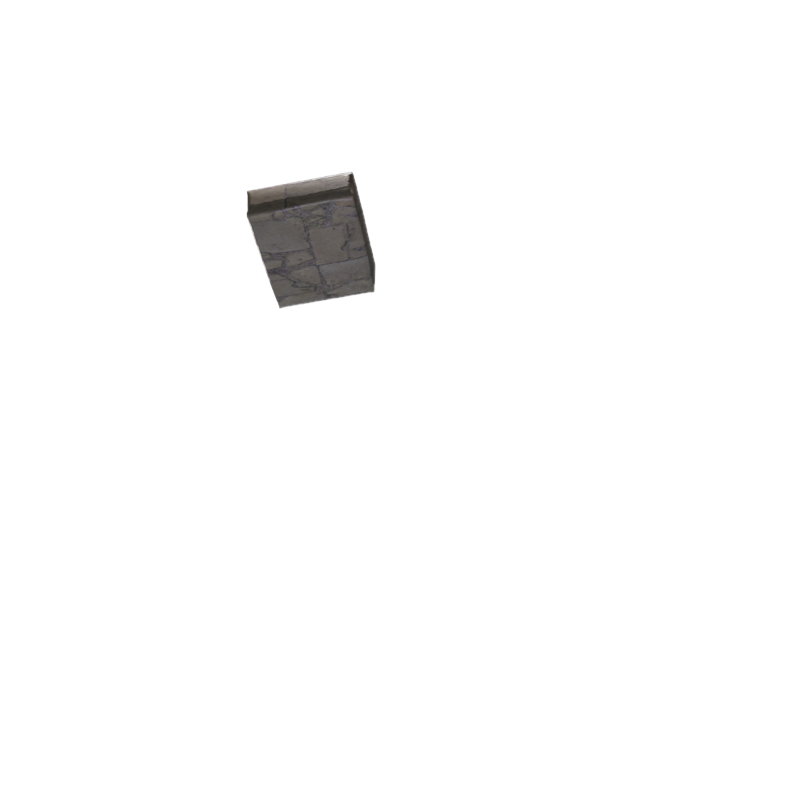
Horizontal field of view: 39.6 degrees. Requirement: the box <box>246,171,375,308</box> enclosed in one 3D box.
[{"bbox_3d":[-0.073,-0.133,0.932,0.090,0.105,0.042,-8,43,7],"label":"box"}]
